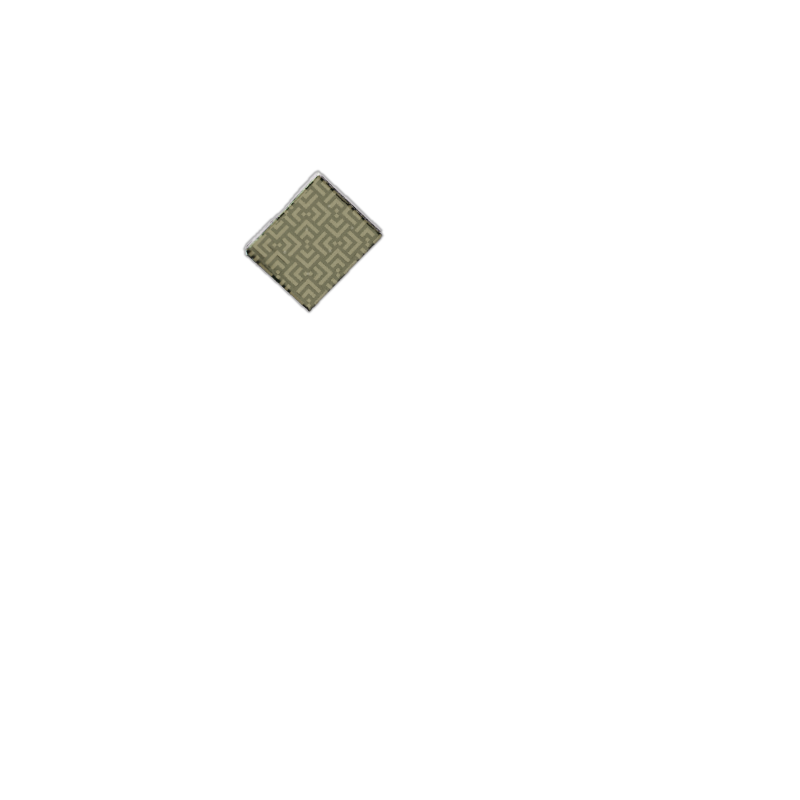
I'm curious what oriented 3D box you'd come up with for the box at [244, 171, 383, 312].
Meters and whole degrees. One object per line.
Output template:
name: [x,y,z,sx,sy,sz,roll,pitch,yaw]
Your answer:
box: [-0.070,-0.128,0.895,0.072,0.089,0.031,43,8,-8]
